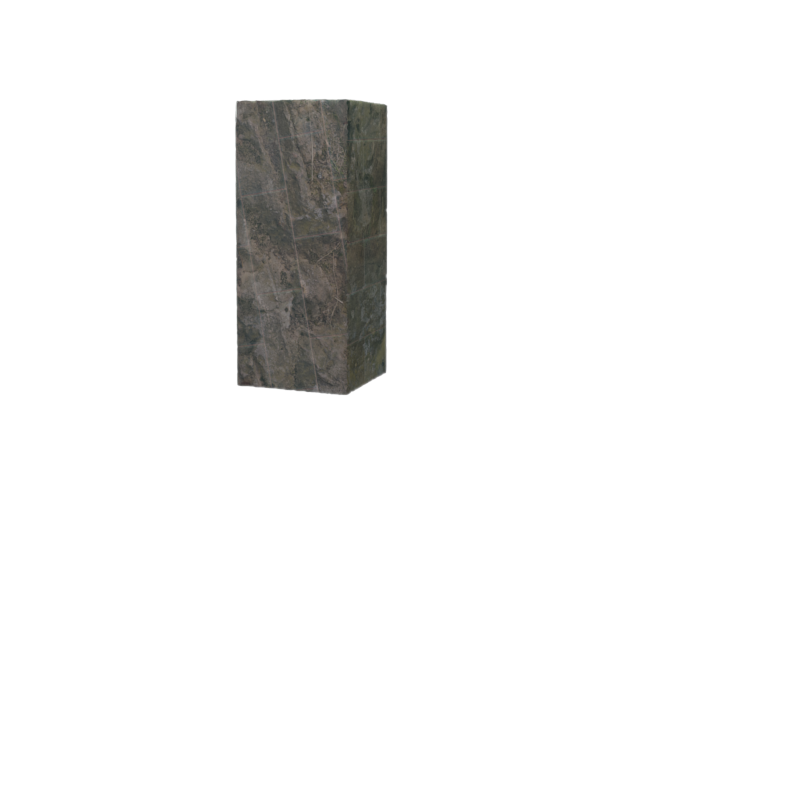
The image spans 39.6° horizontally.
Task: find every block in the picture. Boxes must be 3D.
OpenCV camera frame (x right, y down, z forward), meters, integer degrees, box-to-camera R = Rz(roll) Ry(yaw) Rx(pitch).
[{"bbox_3d":[-0.065,-0.118,0.824,0.093,0.203,0.089,3,6,19],"label":"block"}]
